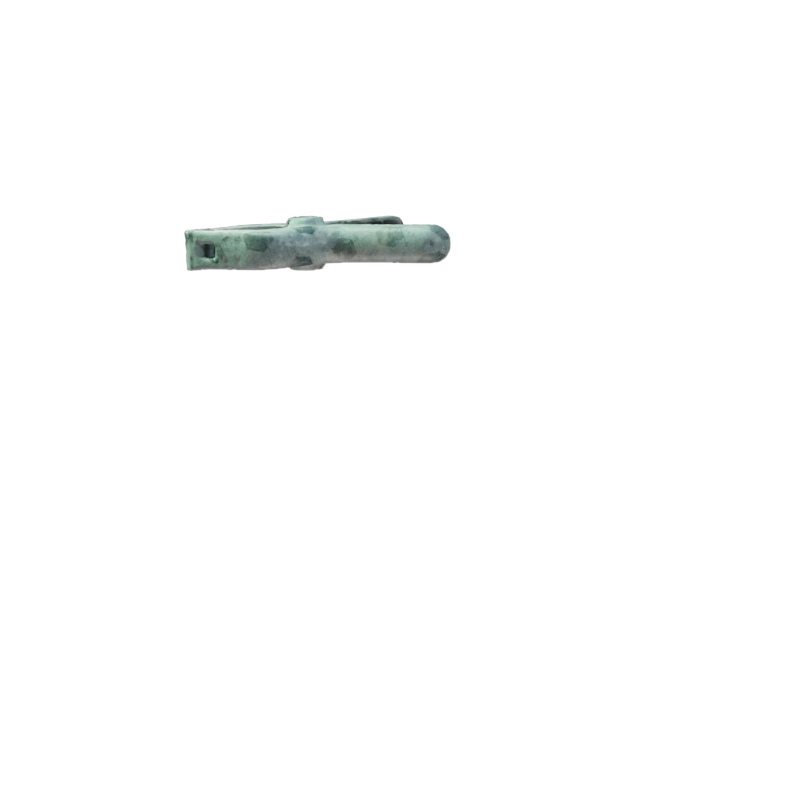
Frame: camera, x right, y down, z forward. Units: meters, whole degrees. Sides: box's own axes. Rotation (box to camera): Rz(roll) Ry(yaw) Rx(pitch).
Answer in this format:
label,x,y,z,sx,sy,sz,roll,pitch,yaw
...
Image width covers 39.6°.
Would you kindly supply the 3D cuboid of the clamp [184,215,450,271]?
label,x,y,z,sx,sy,sz,roll,pitch,yaw
clamp,-0.059,-0.108,0.756,0.171,0.039,0.122,0,7,-4
